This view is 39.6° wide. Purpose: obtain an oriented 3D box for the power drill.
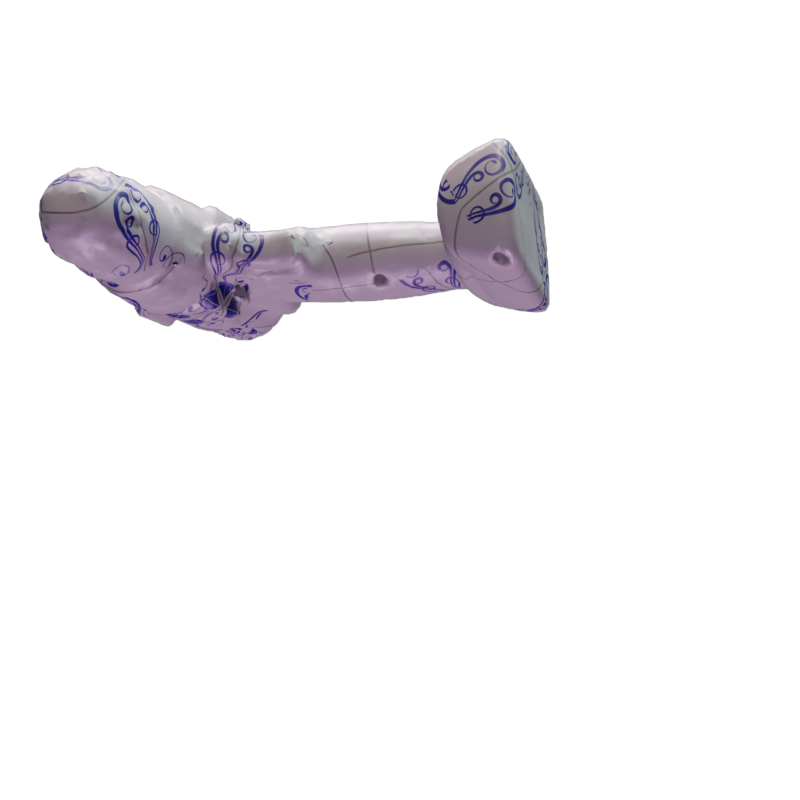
[{"bbox_3d":[-0.038,-0.068,0.480,0.191,0.059,0.176,-2,-7,18],"label":"power drill"}]
